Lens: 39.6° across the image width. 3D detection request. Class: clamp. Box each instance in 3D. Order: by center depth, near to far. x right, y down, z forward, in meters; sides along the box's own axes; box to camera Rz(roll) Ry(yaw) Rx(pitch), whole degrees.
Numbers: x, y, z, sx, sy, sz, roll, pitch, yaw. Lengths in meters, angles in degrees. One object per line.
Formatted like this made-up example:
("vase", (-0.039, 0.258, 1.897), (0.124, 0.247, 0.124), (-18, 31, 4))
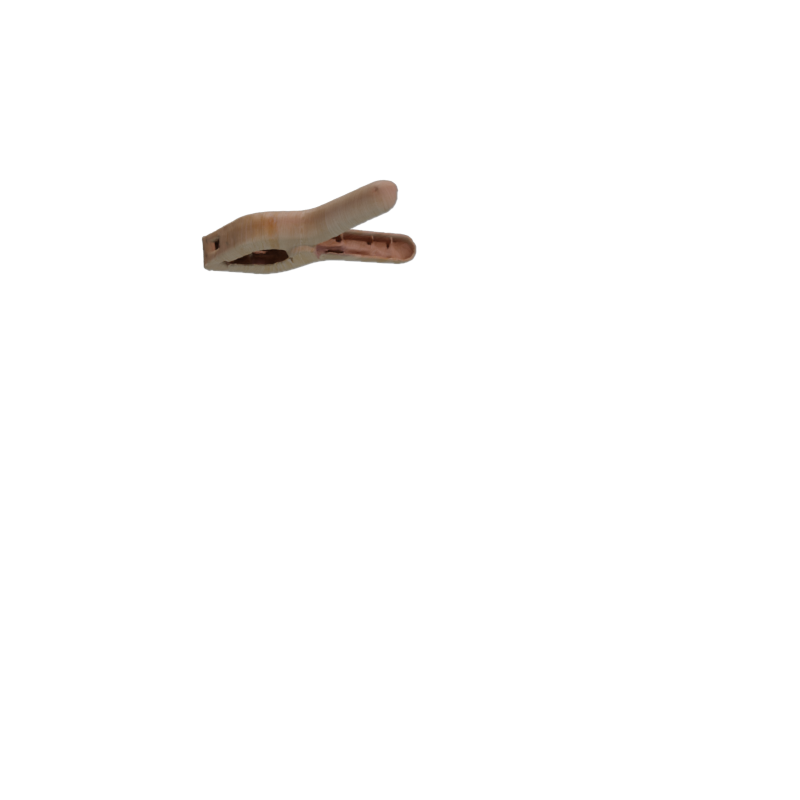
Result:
("clamp", (-0.069, -0.126, 0.881), (0.174, 0.041, 0.112), (-8, -25, 17))
